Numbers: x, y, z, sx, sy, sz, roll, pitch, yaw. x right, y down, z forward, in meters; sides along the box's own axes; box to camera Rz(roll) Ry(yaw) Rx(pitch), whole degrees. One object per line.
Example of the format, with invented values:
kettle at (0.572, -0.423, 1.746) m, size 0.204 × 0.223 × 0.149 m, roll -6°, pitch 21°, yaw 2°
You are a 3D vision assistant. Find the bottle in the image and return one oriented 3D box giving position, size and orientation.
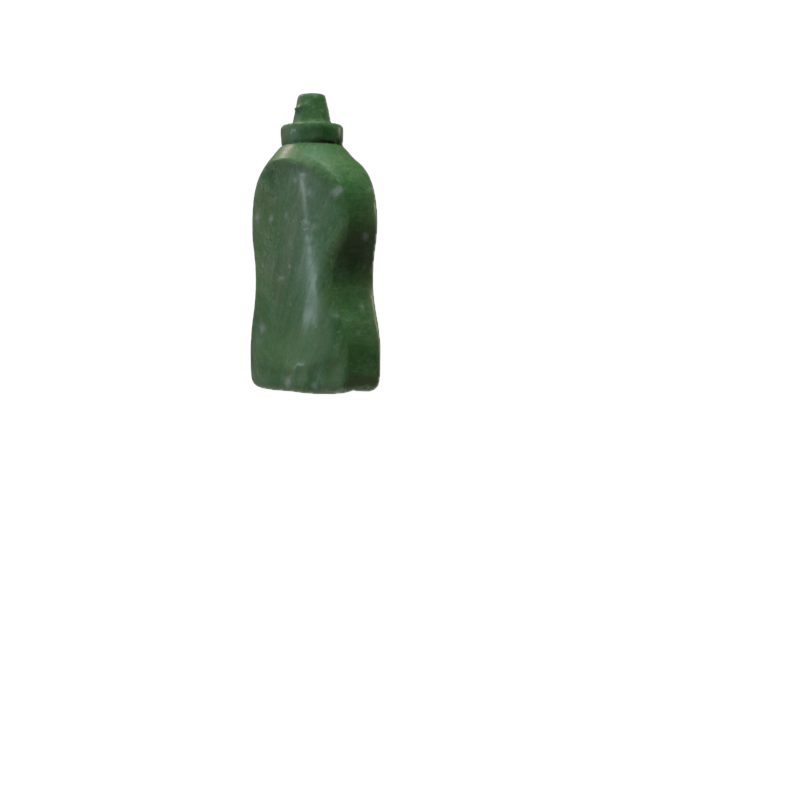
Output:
bottle at (-0.057, -0.103, 0.719) m, size 0.056 × 0.193 × 0.099 m, roll 2°, pitch -2°, yaw -42°
